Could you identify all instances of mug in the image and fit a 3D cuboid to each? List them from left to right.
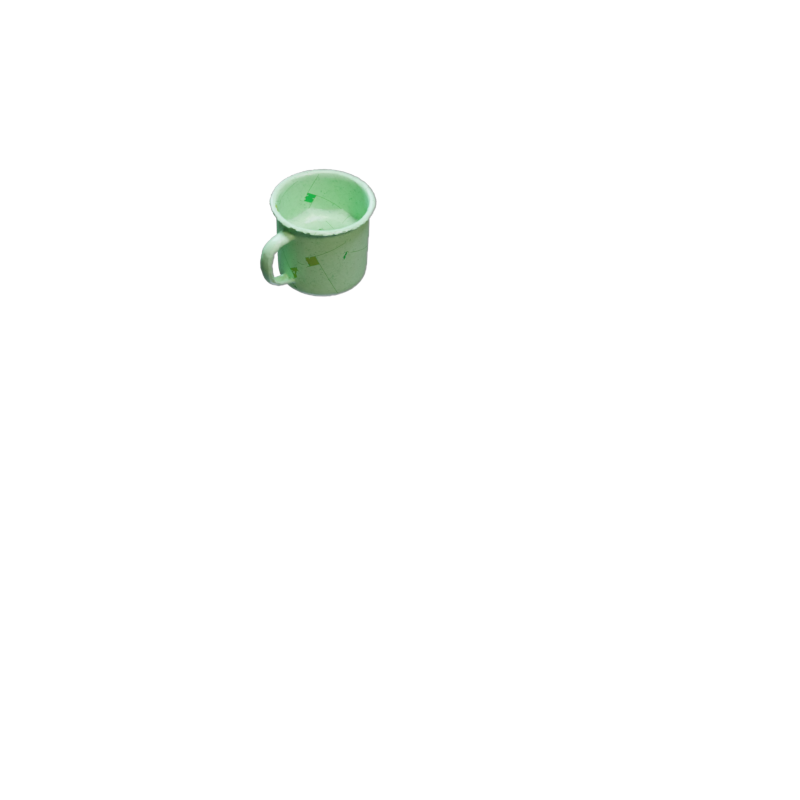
[{"bbox_3d":[-0.077,-0.141,0.985,0.099,0.076,0.118,32,52,28],"label":"mug"}]
